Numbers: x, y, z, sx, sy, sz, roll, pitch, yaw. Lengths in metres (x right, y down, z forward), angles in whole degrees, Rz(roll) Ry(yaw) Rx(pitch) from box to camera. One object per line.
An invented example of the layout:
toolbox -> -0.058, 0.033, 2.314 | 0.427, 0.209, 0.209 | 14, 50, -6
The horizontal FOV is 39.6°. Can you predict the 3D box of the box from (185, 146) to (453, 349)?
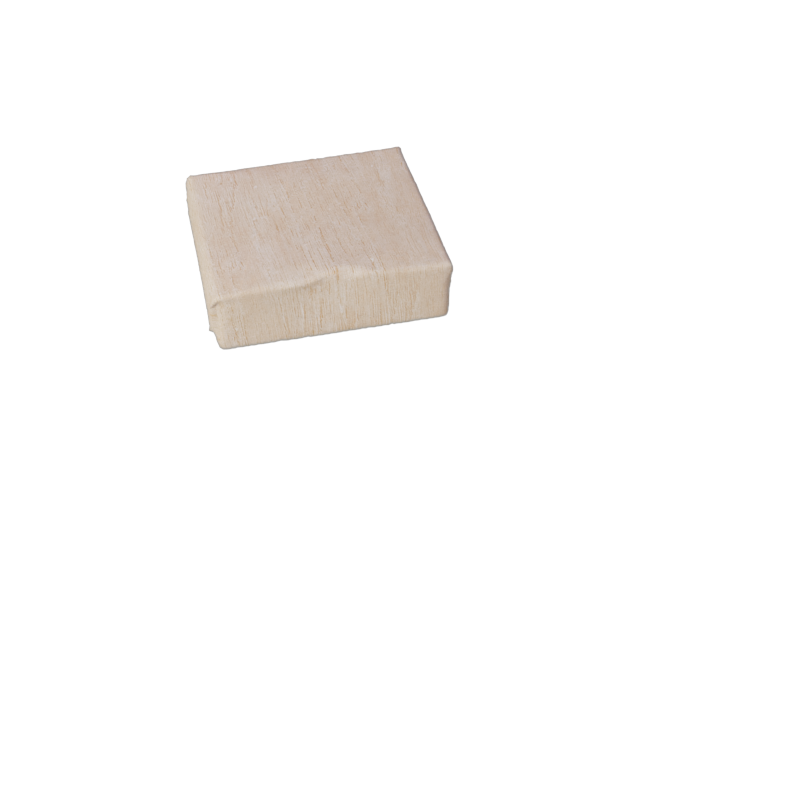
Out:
box -> -0.033, -0.060, 0.421 | 0.088, 0.028, 0.079 | -9, 46, -10
